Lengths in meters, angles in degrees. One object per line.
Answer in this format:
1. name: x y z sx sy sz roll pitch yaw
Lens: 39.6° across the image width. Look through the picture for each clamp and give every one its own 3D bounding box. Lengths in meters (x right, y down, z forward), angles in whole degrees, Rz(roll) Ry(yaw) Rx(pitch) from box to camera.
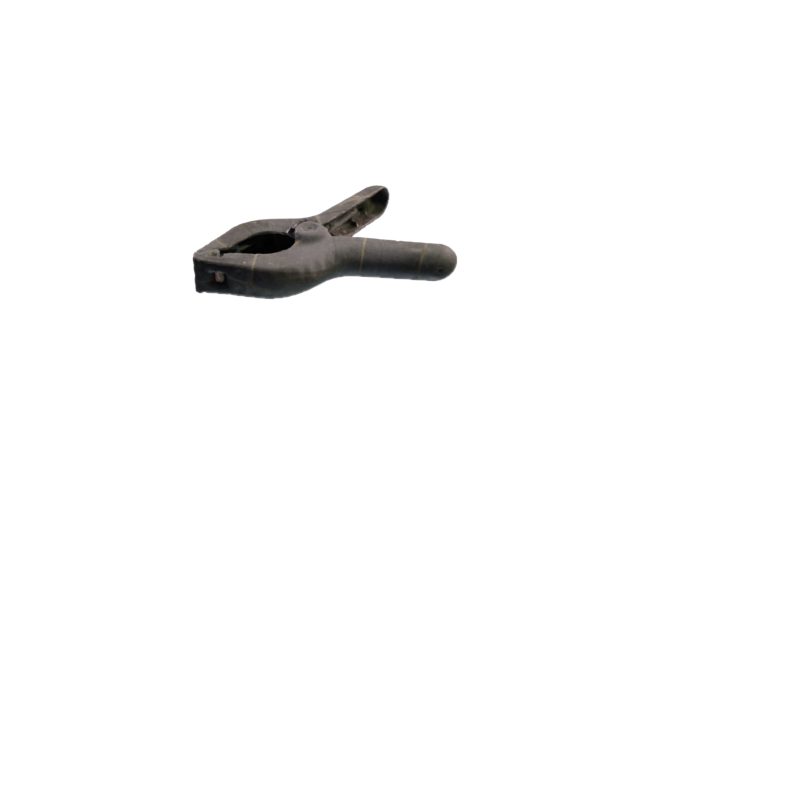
1. clamp: -0.059 -0.108 0.759 0.169 0.037 0.128 -7 29 -13
